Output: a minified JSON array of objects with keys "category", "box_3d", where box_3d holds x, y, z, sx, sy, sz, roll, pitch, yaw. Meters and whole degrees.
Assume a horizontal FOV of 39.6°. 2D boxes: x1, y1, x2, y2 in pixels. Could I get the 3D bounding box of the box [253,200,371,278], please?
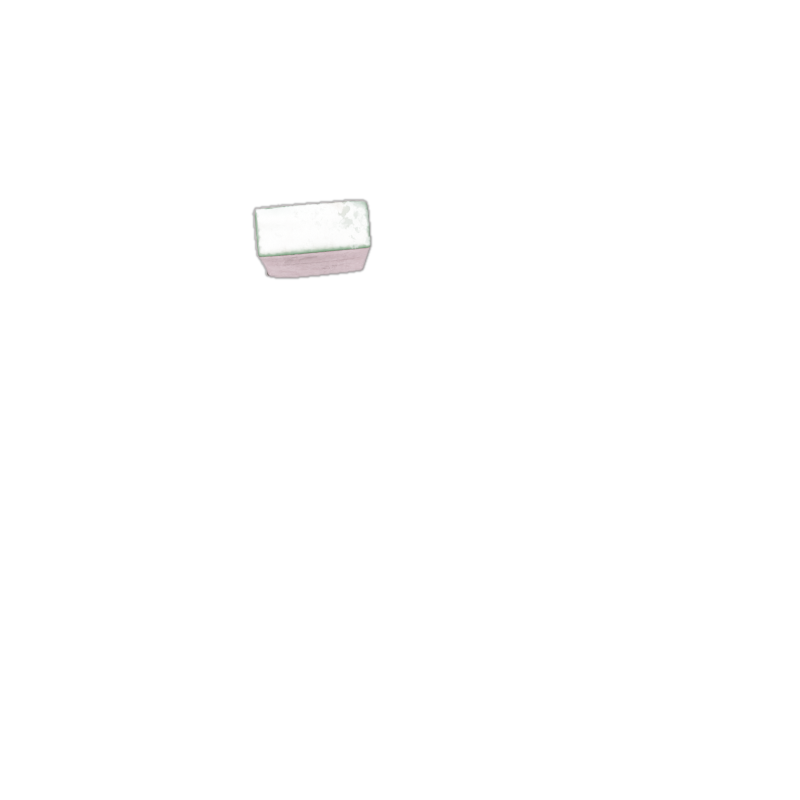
[{"category":"box","box_3d":[-0.075,-0.137,0.959,0.093,0.049,0.174,-5,-2,-4]}]
